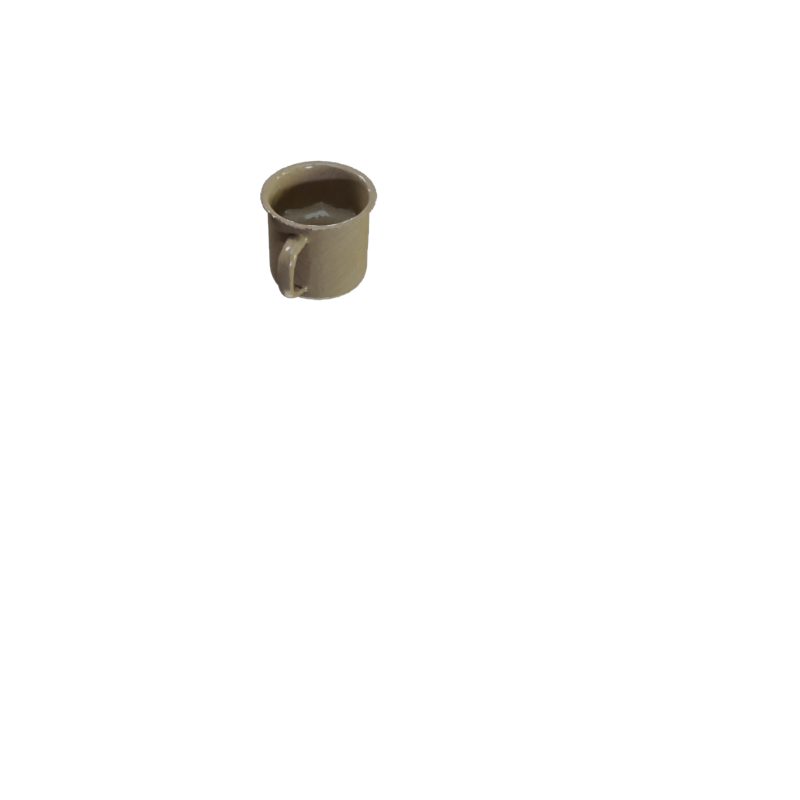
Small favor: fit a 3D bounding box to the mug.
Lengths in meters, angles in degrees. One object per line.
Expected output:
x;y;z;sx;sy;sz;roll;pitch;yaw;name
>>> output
-0.070;-0.128;0.896;0.096;0.076;0.122;13;44;12;mug
